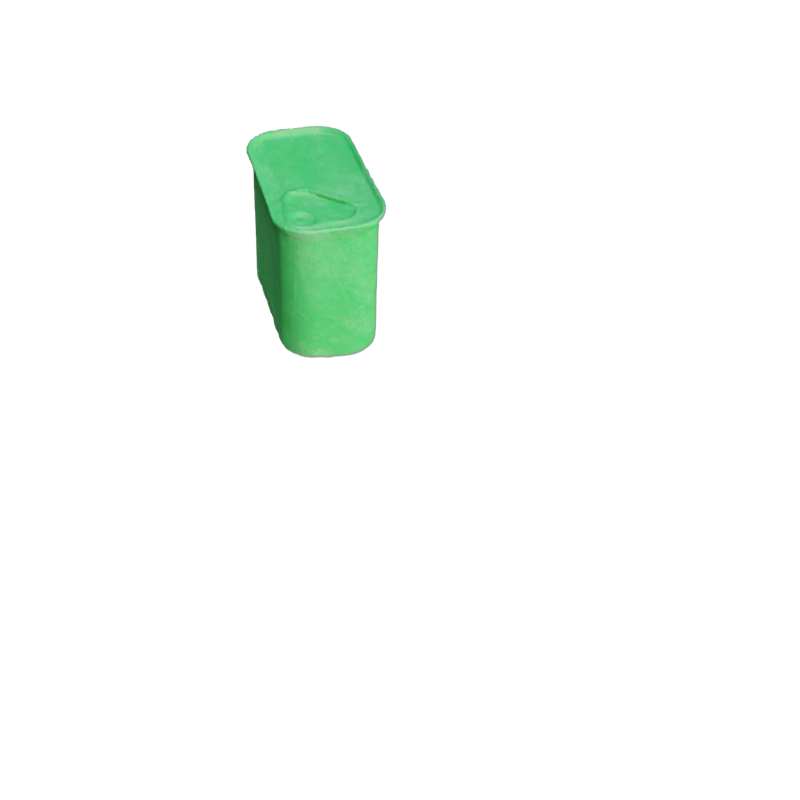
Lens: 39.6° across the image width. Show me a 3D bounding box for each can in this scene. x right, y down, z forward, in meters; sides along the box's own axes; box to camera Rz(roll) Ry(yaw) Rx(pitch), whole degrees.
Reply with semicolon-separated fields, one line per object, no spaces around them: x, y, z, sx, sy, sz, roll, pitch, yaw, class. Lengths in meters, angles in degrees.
-0.046;-0.084;0.588;0.057;0.078;0.110;-8;40;-13;can
